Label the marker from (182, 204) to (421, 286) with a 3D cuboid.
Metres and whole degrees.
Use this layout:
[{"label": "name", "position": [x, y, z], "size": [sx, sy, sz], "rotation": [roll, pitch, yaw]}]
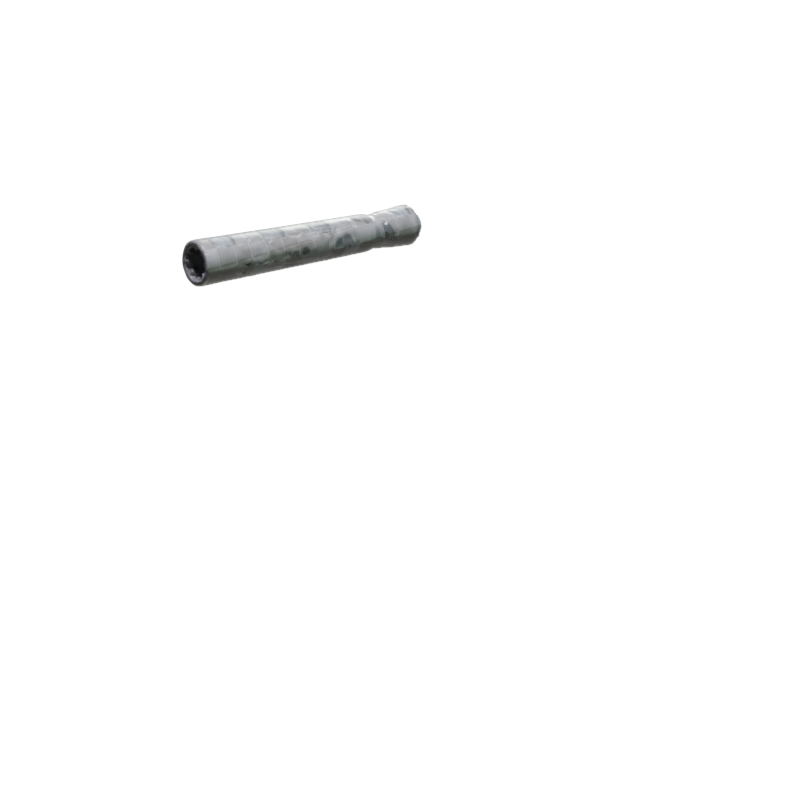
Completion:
[{"label": "marker", "position": [-0.037, -0.067, 0.472], "size": [0.118, 0.019, 0.021], "rotation": [-17, 14, -39]}]
